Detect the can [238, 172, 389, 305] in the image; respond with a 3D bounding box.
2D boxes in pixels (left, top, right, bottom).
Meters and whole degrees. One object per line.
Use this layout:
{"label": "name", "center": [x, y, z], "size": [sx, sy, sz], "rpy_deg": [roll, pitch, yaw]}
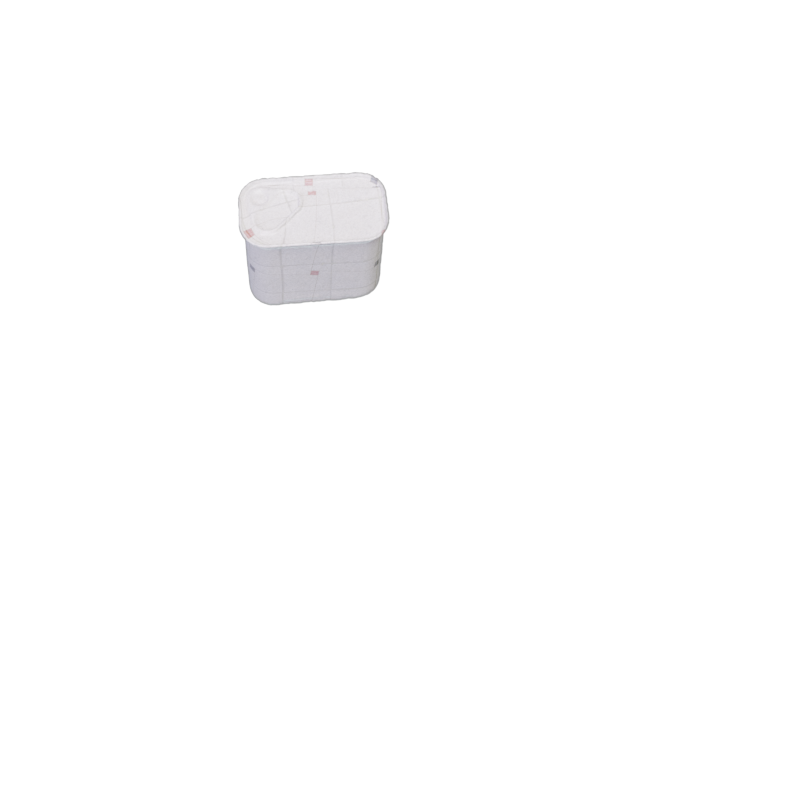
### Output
{"label": "can", "center": [-0.062, -0.112, 0.786], "size": [0.101, 0.061, 0.079], "rpy_deg": [-4, -28, -4]}
